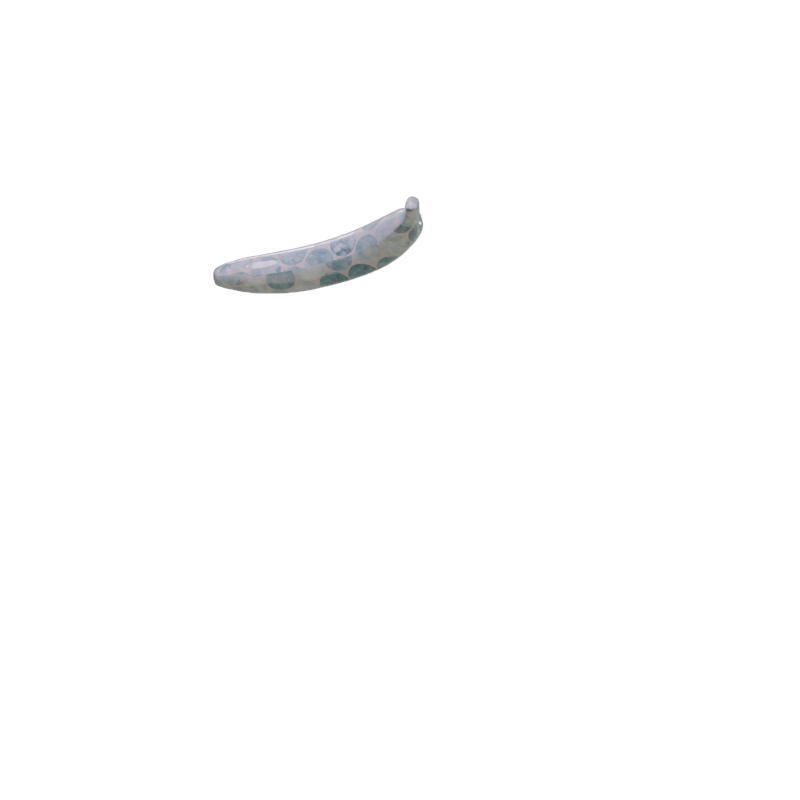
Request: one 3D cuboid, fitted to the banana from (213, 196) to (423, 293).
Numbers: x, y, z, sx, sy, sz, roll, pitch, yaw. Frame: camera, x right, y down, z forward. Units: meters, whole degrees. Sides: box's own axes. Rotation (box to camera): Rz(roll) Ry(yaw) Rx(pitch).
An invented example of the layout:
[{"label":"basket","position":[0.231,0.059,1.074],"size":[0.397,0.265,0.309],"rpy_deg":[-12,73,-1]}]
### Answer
[{"label":"banana","position":[-0.057,-0.121,0.906],"size":[0.200,0.039,0.064],"rpy_deg":[-18,-36,26]}]
